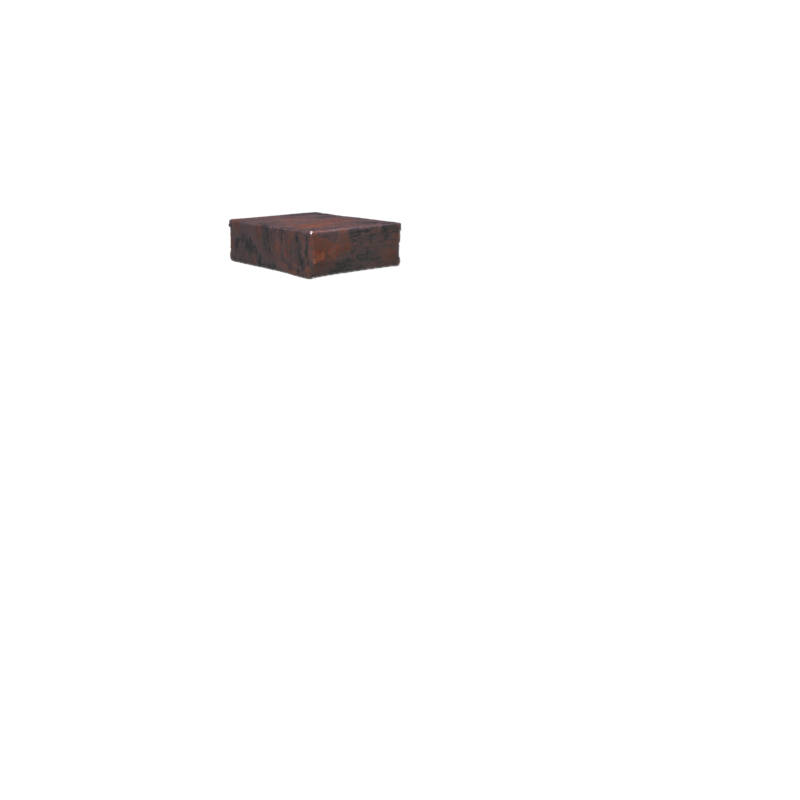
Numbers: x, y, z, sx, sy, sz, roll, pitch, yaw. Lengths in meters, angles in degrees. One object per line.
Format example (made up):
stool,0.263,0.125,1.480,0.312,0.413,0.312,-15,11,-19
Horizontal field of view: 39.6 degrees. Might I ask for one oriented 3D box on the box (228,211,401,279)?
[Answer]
box,-0.069,-0.125,0.876,0.088,0.038,0.120,-13,21,-38
